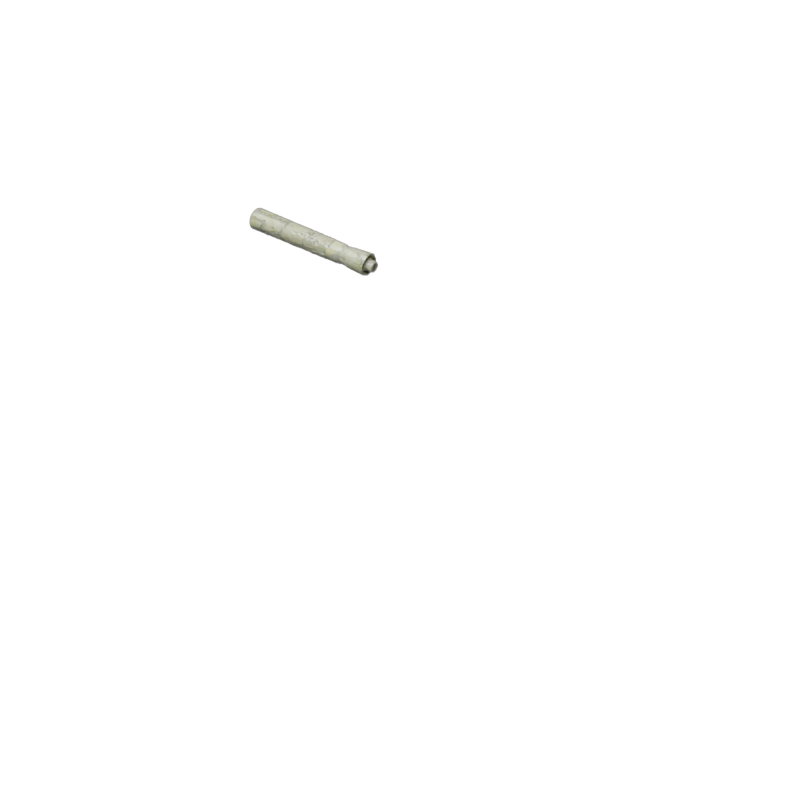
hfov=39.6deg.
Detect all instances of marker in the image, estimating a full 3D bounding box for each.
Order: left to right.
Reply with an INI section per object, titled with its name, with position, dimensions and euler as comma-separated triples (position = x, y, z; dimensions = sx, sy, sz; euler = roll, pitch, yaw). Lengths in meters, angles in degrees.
[marker]
position = -0.069, -0.126, 0.881
dimensions = 0.128, 0.019, 0.019
euler = 26, 17, 30
